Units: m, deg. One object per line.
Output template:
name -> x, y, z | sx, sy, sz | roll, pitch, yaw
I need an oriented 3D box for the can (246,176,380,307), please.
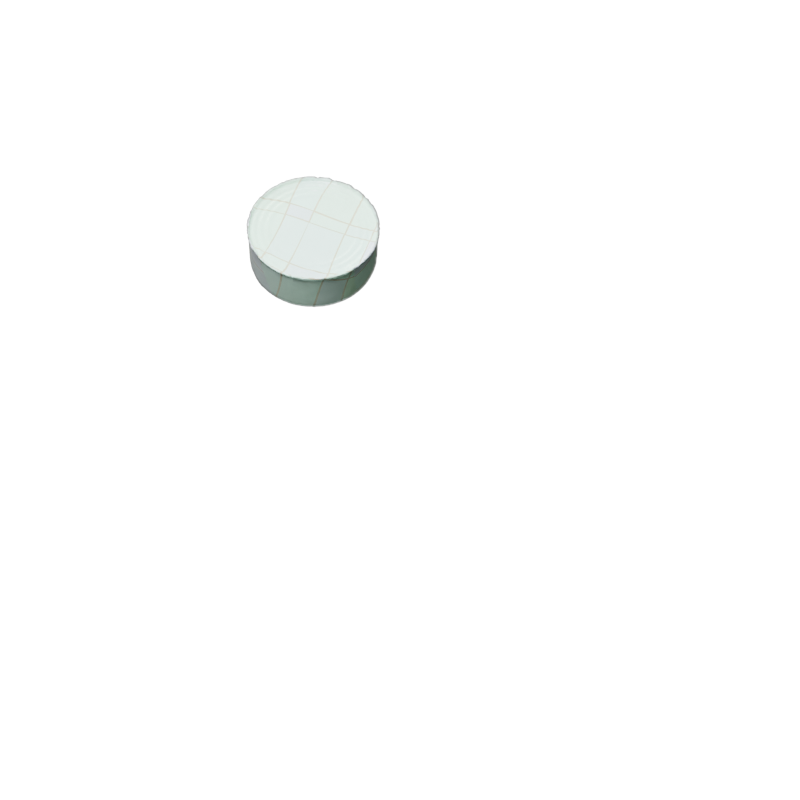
can -> -0.057, -0.103, 0.725 | 0.086, 0.092, 0.031 | -1, -36, -1
